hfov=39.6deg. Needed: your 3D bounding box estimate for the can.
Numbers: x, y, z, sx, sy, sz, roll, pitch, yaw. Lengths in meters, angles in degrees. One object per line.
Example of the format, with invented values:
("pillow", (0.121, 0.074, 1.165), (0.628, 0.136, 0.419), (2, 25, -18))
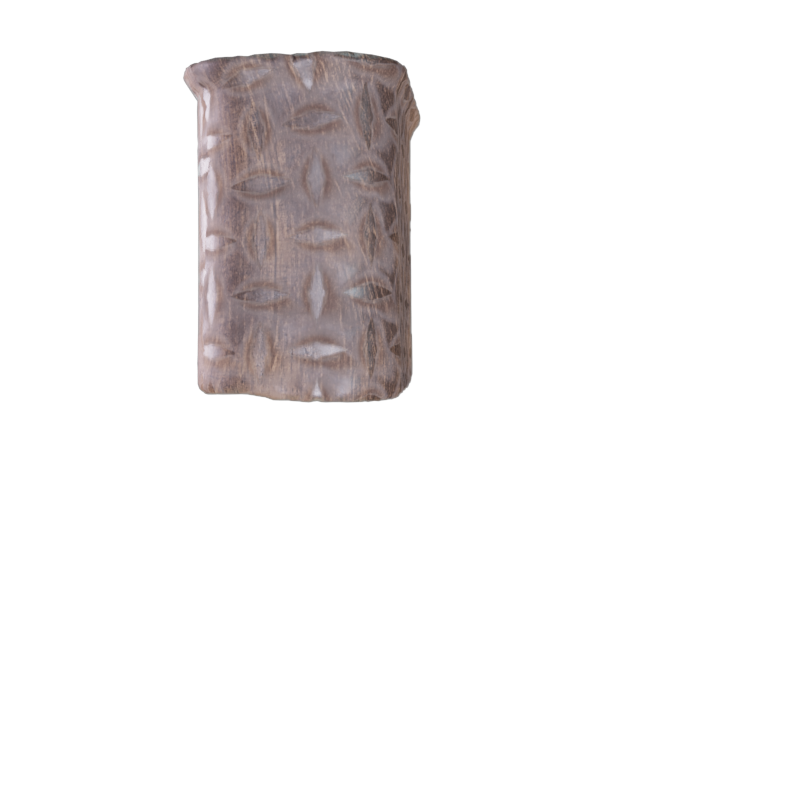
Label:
("can", (-0.024, -0.044, 0.311), (0.058, 0.084, 0.101), (0, 0, 5))
